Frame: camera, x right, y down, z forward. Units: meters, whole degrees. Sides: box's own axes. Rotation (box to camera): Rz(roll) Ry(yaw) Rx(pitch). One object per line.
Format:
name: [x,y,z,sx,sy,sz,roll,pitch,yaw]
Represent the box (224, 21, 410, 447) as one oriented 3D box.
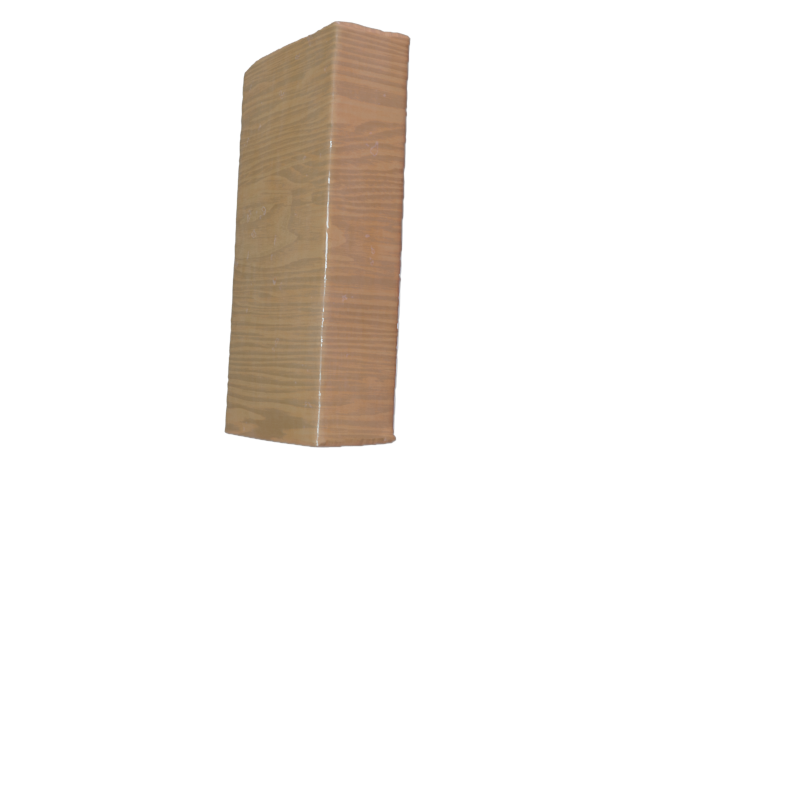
box: [-0.039,-0.071,0.495,0.046,0.179,0.096,3,-6,-32]
